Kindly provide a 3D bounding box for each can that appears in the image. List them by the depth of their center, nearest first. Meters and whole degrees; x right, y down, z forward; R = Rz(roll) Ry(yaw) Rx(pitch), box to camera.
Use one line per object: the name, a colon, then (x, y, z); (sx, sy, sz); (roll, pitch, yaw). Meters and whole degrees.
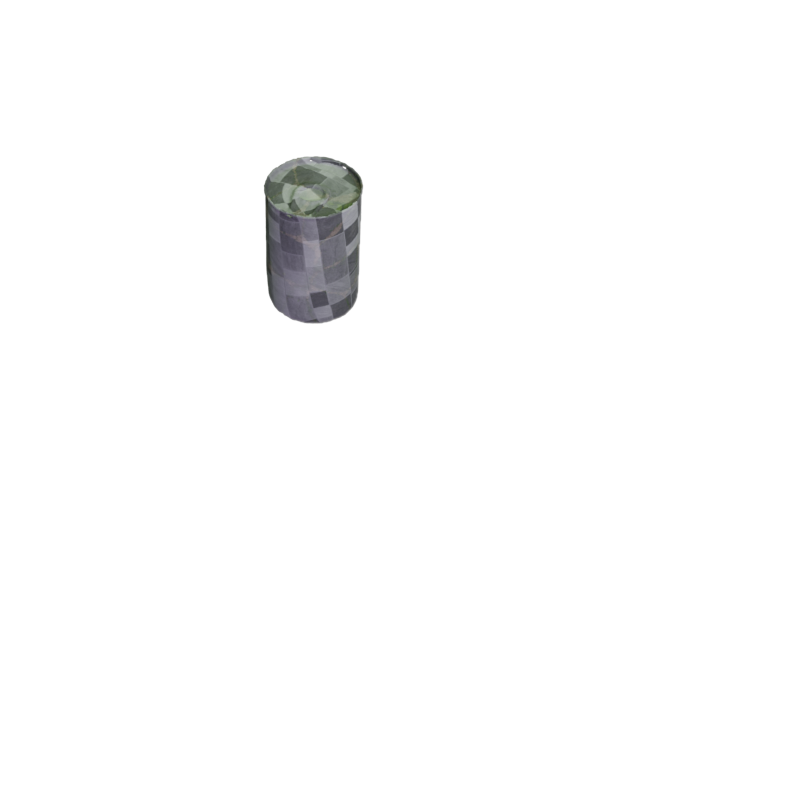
can: (-0.062, -0.113, 0.790); (0.068, 0.095, 0.074); (0, 45, -3)
